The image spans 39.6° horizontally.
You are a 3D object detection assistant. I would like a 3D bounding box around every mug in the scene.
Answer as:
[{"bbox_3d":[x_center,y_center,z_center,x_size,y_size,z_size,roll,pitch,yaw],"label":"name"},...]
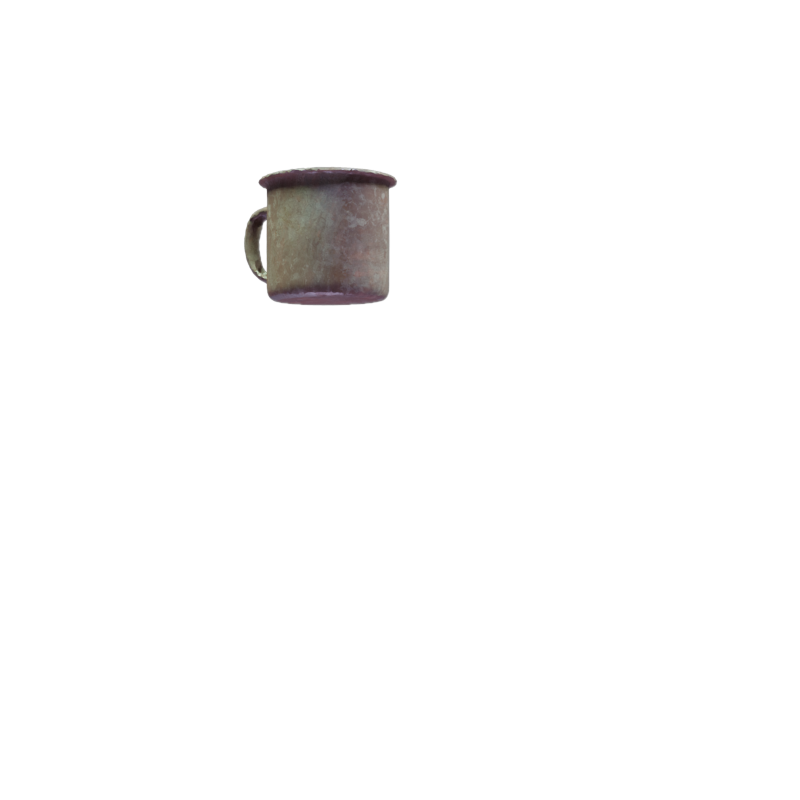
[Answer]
[{"bbox_3d":[-0.058,-0.107,0.746,0.121,0.083,0.089,-2,-4,33],"label":"mug"}]
